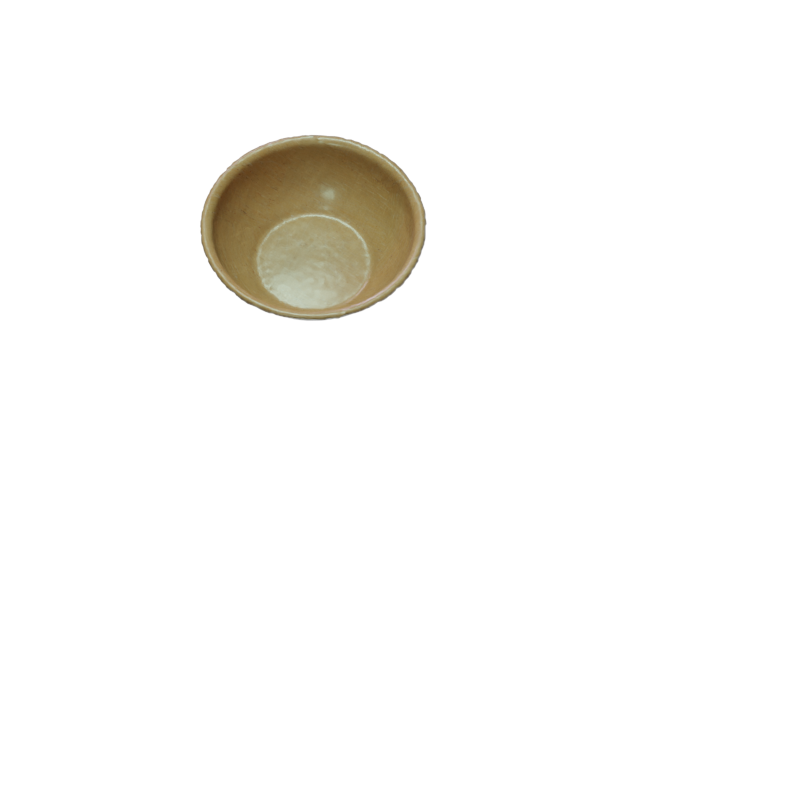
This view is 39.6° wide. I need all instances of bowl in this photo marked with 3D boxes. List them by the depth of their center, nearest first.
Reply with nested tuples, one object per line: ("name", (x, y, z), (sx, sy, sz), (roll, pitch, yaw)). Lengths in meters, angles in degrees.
("bowl", (-0.064, -0.116, 0.812), (0.162, 0.173, 0.052), (-1, -32, -1))
